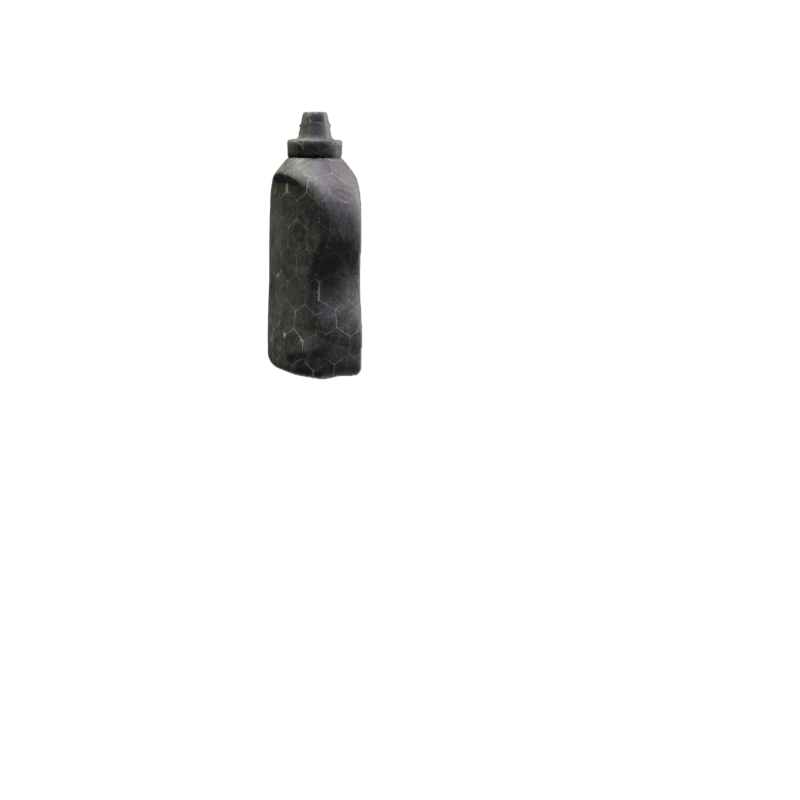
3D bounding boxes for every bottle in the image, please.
[{"bbox_3d":[-0.064,-0.118,0.825,0.057,0.189,0.100,-3,8,-28],"label":"bottle"}]
